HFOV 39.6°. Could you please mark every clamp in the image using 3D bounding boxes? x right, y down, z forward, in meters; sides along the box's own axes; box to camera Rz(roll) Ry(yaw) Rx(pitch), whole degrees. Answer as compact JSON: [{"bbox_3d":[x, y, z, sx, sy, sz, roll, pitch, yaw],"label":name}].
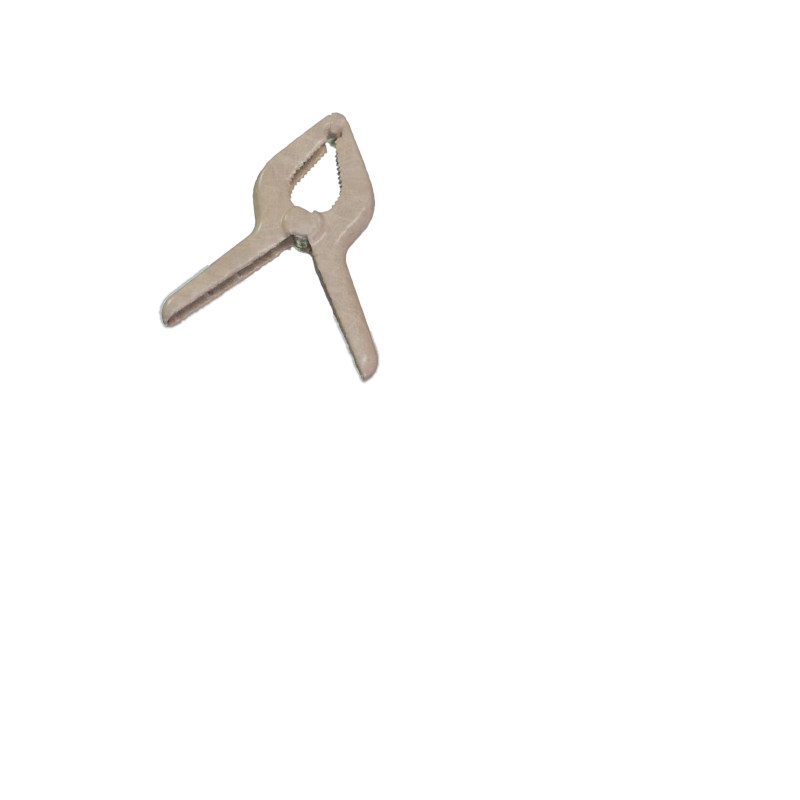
[{"bbox_3d":[-0.066,-0.120,0.844,0.167,0.217,0.035,21,-21,8],"label":"clamp"}]
